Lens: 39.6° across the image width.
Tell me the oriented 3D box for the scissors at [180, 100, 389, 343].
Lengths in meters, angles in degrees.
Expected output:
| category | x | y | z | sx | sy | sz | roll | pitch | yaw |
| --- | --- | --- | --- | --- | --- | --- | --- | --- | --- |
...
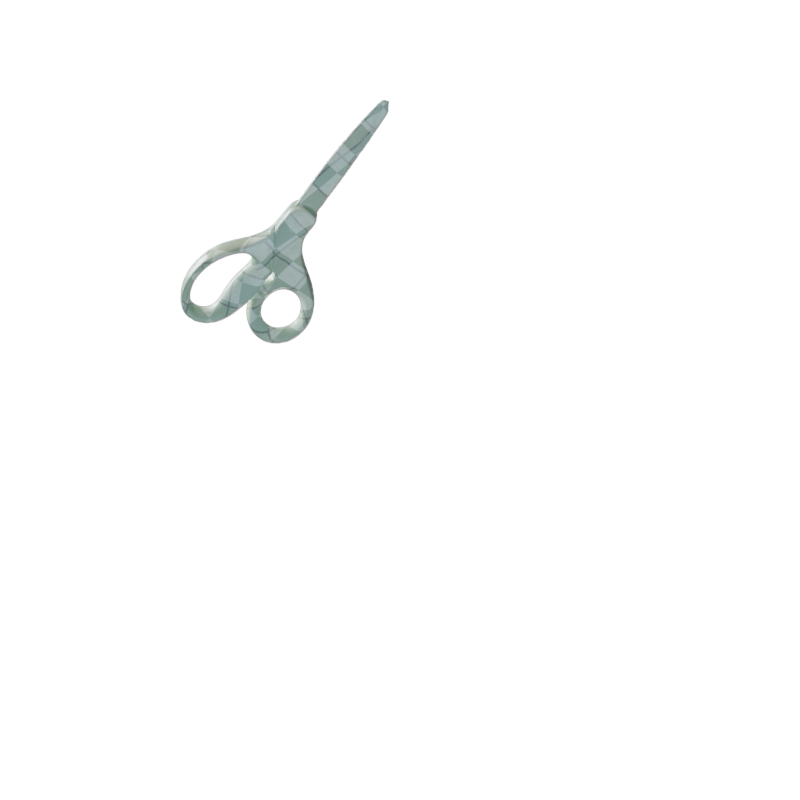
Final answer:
| category | x | y | z | sx | sy | sz | roll | pitch | yaw |
| --- | --- | --- | --- | --- | --- | --- | --- | --- | --- |
| scissors | -0.055 | -0.101 | 0.706 | 0.200 | 0.017 | 0.090 | -33 | -57 | 24 |
